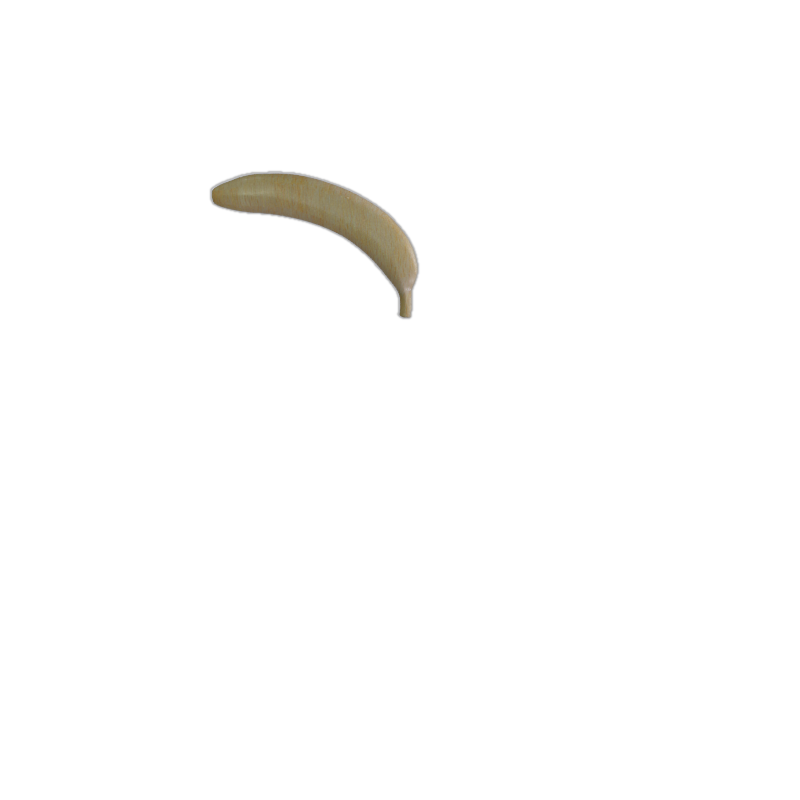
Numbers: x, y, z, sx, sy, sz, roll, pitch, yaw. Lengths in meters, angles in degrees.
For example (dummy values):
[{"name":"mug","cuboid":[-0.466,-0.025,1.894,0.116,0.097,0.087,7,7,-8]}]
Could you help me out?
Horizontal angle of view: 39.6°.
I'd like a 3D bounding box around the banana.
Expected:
[{"name":"banana","cuboid":[-0.059,-0.145,0.921,0.198,0.070,0.036,31,-2,1]}]
